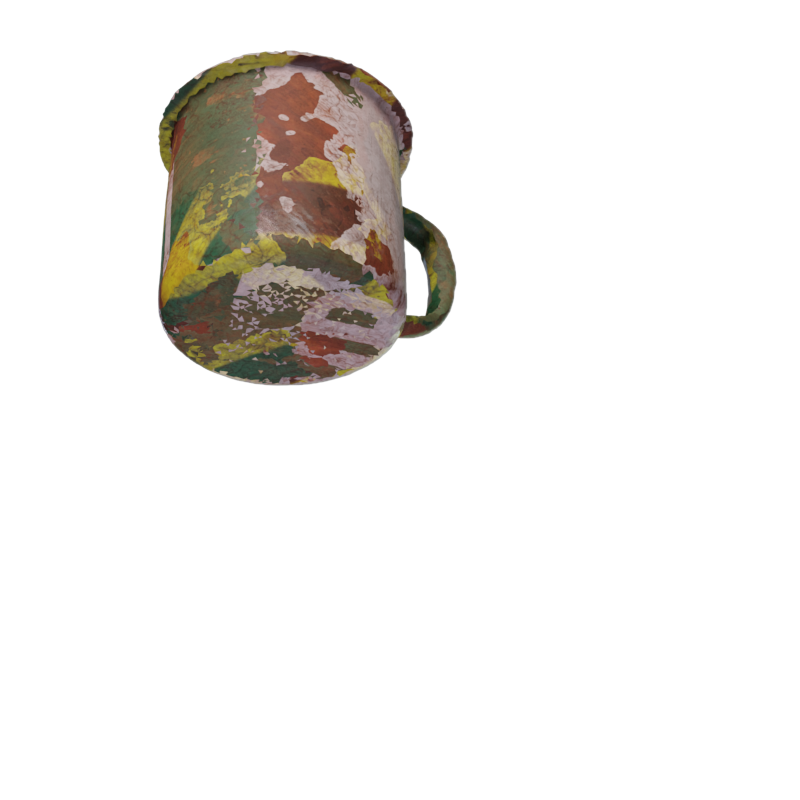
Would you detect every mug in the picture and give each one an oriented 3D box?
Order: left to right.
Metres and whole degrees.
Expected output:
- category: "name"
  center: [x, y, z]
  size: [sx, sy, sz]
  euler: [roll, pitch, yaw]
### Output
- category: "mug"
  center: [-0.030, -0.055, 0.387]
  size: [0.111, 0.087, 0.092]
  euler: [20, -39, -29]
